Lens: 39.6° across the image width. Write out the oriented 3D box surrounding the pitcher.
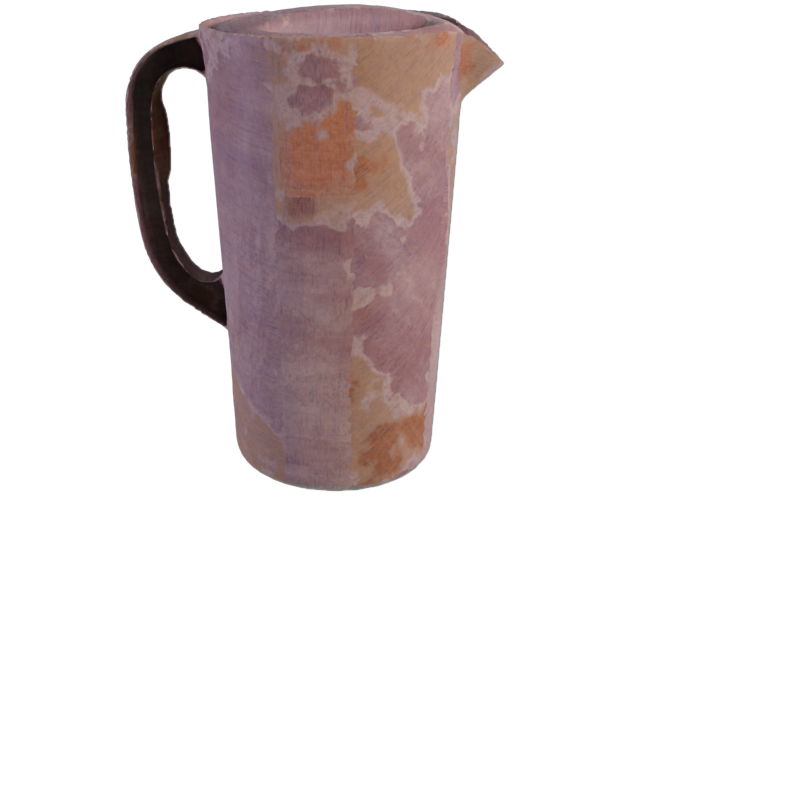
[{"bbox_3d":[-0.045,-0.083,0.581,0.142,0.233,0.158,-17,26,-40],"label":"pitcher"}]
